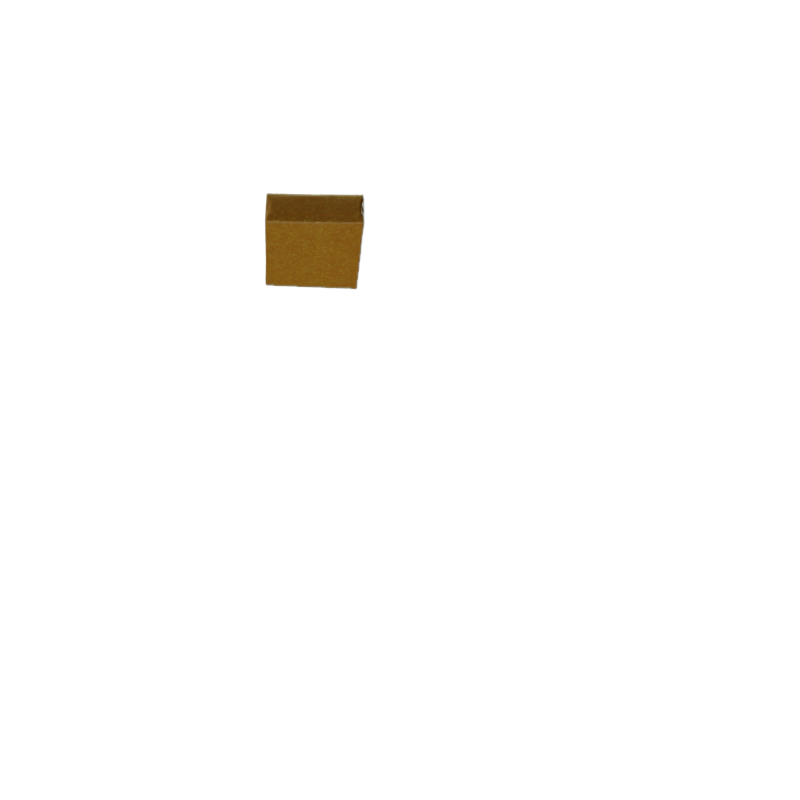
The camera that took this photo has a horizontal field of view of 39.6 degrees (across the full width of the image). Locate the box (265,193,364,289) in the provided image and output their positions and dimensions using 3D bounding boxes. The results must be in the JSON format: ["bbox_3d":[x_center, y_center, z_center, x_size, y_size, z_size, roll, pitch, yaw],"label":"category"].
[{"bbox_3d":[-0.066,-0.121,0.849,0.073,0.032,0.084,2,-31,-4],"label":"box"}]
